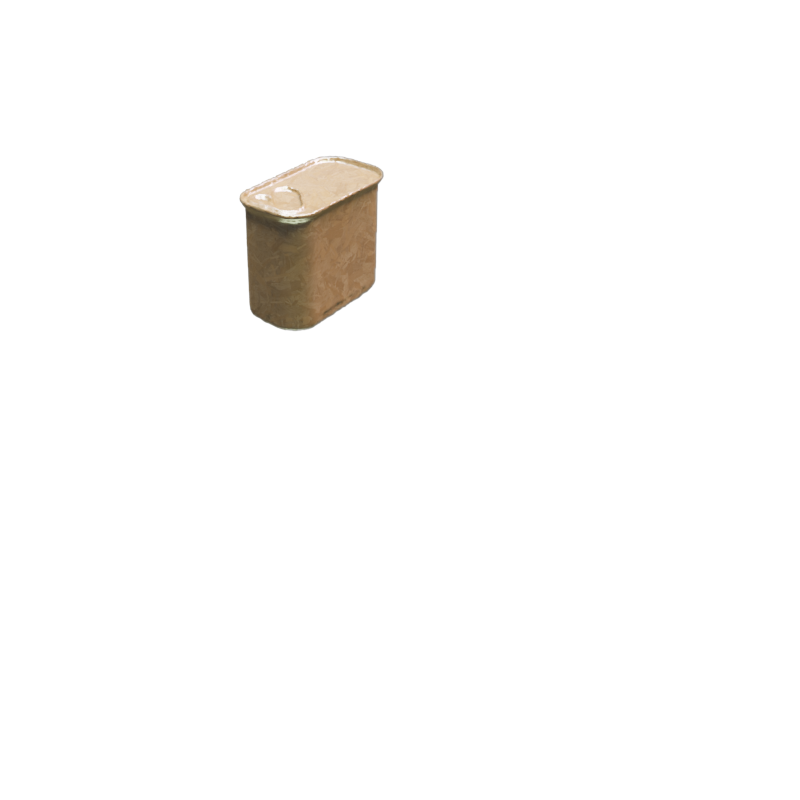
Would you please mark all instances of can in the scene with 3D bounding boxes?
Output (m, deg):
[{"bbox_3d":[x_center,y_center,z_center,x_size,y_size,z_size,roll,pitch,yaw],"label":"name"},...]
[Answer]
[{"bbox_3d":[-0.057,-0.104,0.732,0.061,0.079,0.102,20,35,30],"label":"can"}]
